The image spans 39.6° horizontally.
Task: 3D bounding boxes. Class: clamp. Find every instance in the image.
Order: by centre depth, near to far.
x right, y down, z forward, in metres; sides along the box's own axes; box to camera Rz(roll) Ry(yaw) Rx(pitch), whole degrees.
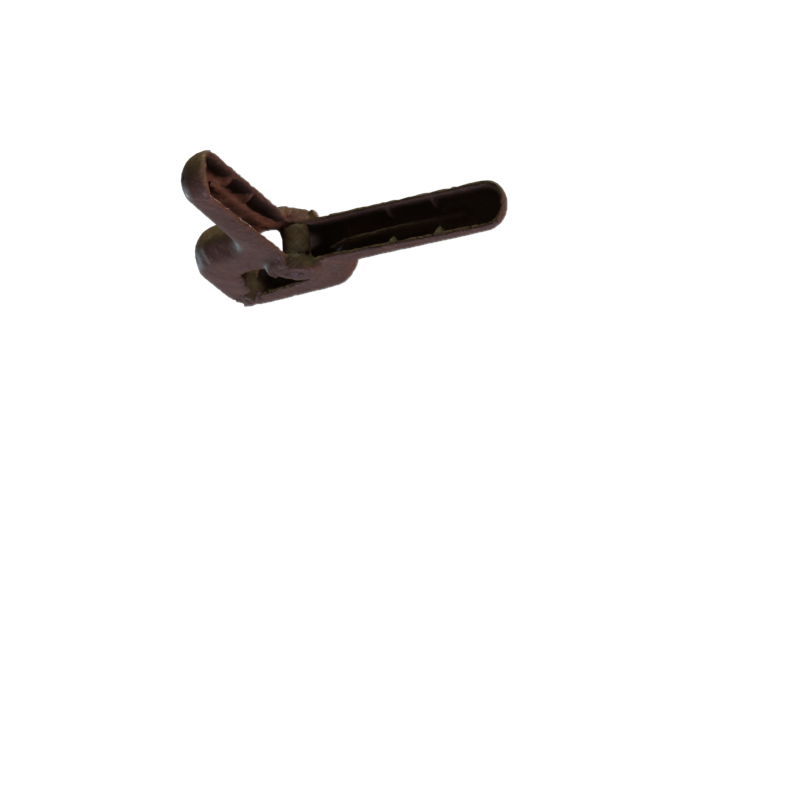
[{"bbox_3d":[-0.048,-0.087,0.611,0.161,0.037,0.208,2,-9,-15],"label":"clamp"}]
